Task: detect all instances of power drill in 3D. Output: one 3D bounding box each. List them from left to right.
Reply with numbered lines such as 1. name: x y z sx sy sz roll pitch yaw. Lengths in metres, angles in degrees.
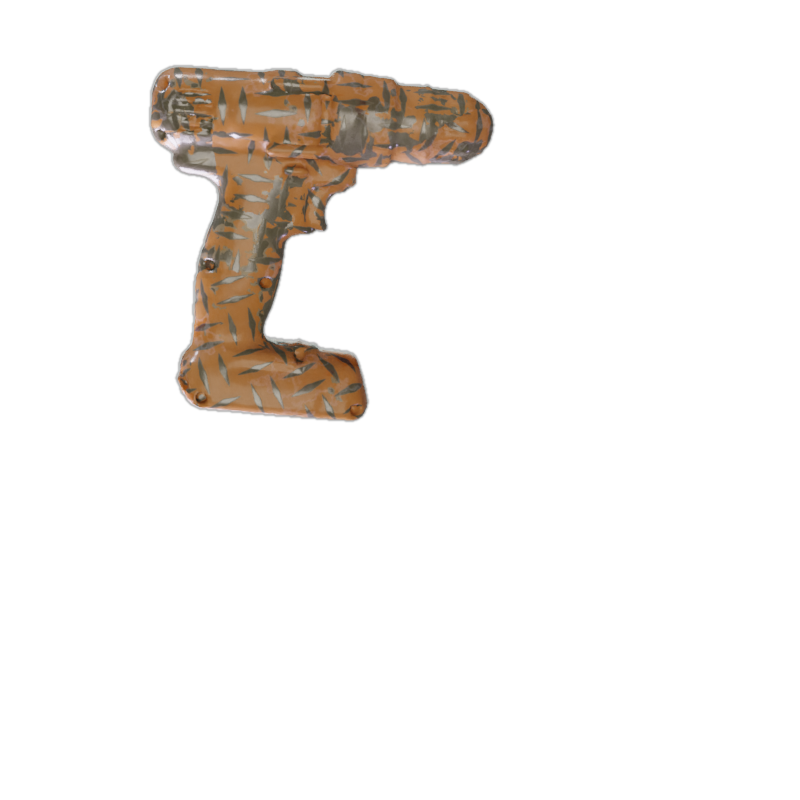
1. power drill: -0.048 -0.087 0.607 0.184 0.184 0.058 5 8 -1
